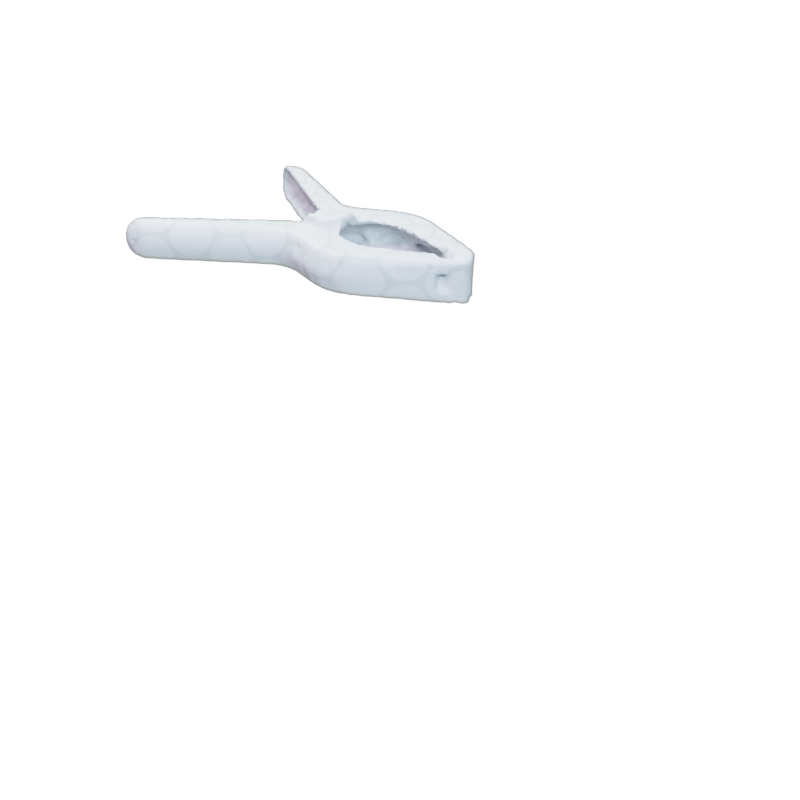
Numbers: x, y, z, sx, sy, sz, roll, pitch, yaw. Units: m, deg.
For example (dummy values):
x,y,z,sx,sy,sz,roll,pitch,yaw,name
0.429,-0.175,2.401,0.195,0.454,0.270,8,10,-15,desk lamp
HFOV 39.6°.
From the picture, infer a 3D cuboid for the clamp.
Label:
x,y,z,sx,sy,sz,roll,pitch,yaw,name
-0.054,-0.098,0.684,0.223,0.034,0.163,24,37,37,clamp
